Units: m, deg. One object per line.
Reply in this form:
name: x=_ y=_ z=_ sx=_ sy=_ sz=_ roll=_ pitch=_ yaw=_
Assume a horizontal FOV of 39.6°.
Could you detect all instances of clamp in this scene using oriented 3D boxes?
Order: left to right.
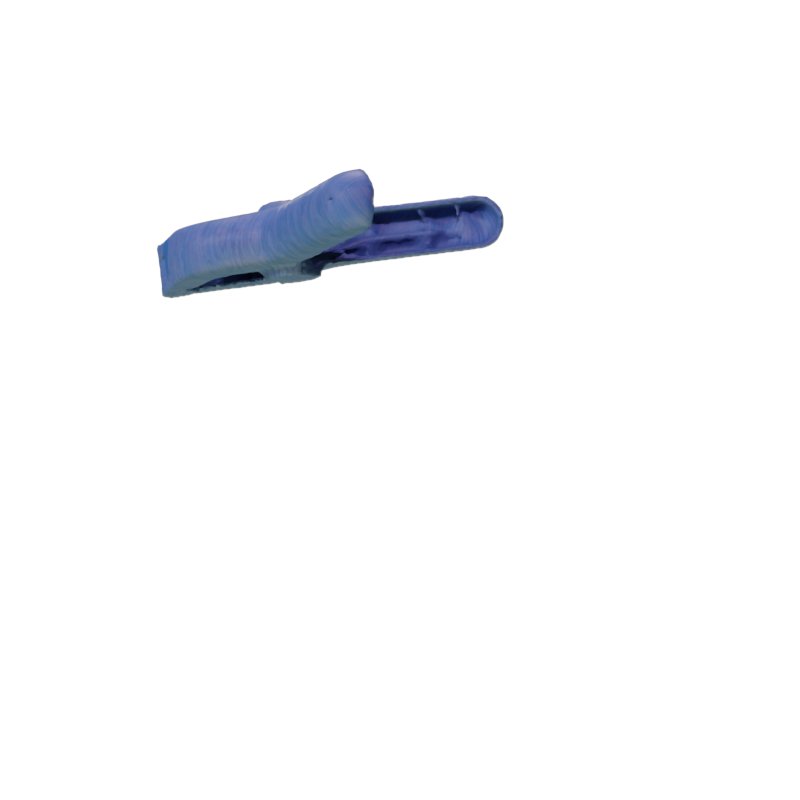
clamp: x=-0.041 y=-0.074 z=0.521 sx=0.176 sy=0.040 sz=0.114 roll=-4 pitch=-6 yaw=44
